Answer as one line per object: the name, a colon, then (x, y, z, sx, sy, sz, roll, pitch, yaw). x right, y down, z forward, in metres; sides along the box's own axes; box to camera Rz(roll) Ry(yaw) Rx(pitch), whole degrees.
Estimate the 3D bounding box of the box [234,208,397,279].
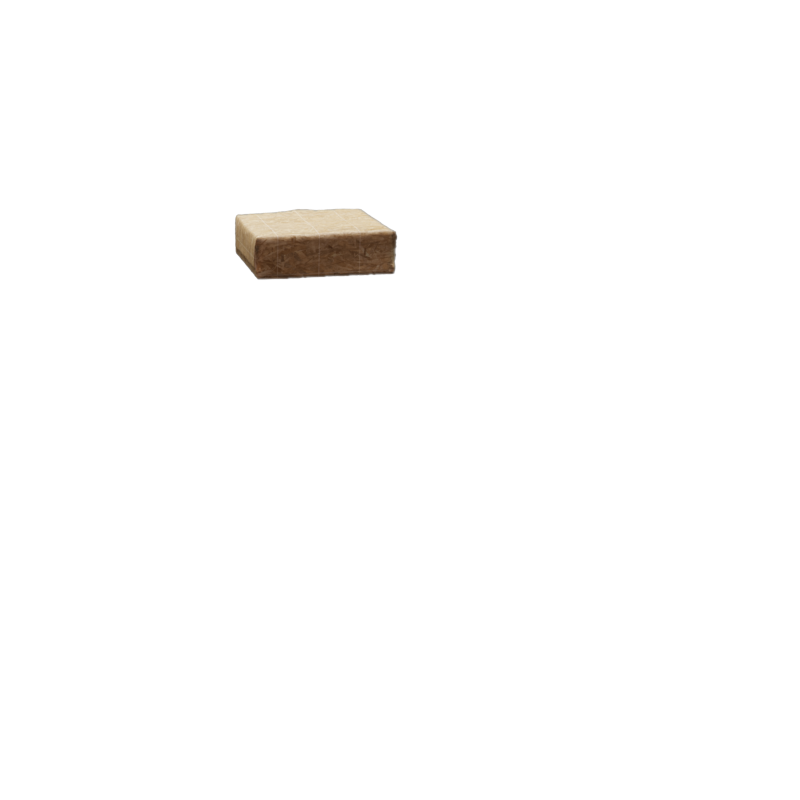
box: (-0.055, -0.100, 0.699, 0.088, 0.029, 0.077, -5, 20, -15)
